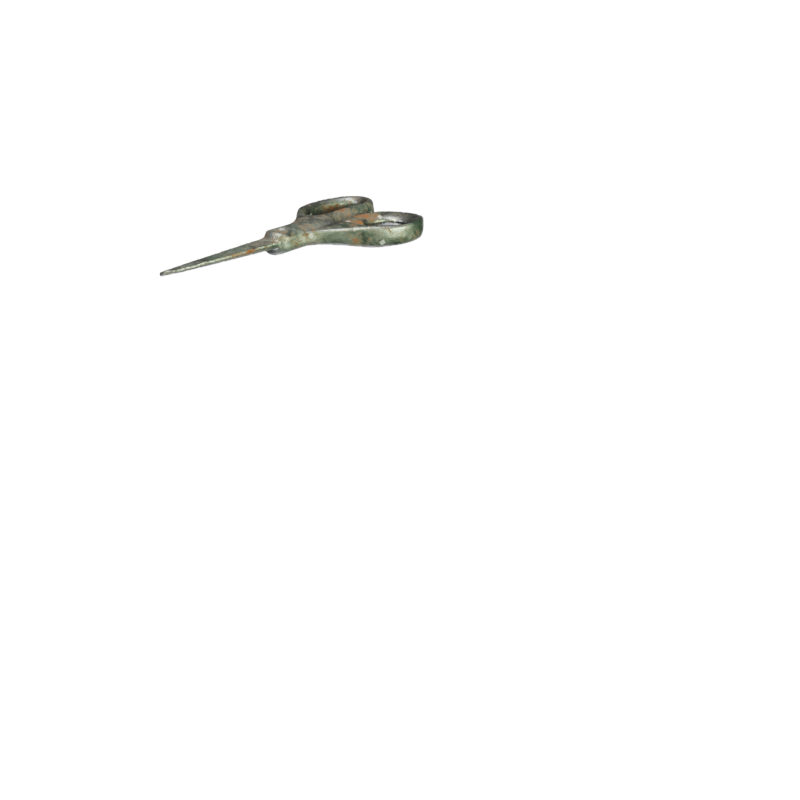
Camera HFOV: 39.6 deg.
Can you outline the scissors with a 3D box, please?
[{"bbox_3d":[-0.055,-0.100,0.698,0.100,0.015,0.203,10,25,22],"label":"scissors"}]
